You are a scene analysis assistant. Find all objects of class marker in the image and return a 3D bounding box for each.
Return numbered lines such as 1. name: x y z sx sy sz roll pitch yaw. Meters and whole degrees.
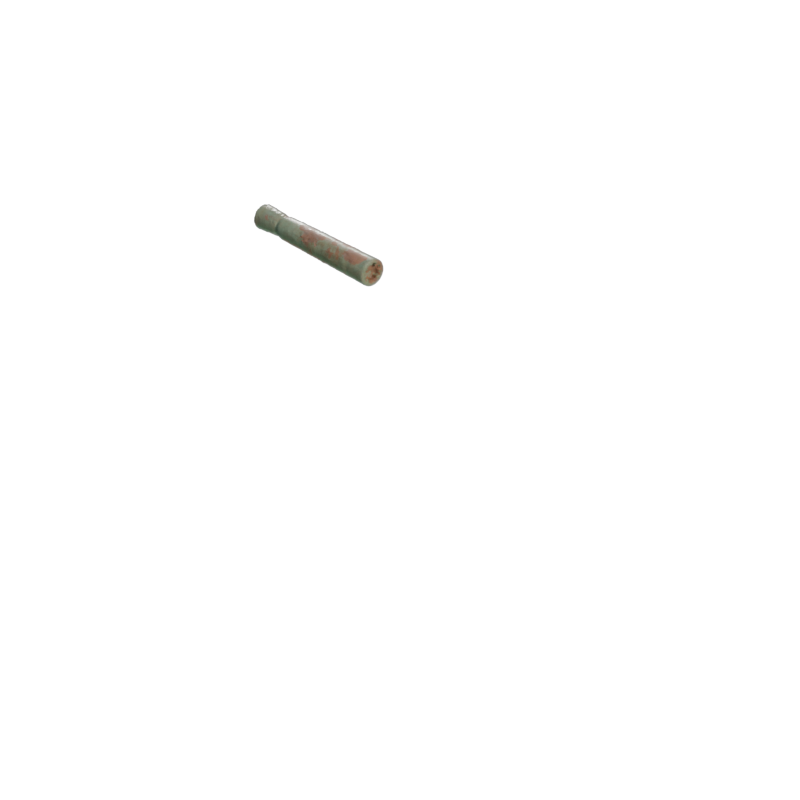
1. marker: -0.059 -0.107 0.748 0.019 0.019 0.129 -3 26 -43
